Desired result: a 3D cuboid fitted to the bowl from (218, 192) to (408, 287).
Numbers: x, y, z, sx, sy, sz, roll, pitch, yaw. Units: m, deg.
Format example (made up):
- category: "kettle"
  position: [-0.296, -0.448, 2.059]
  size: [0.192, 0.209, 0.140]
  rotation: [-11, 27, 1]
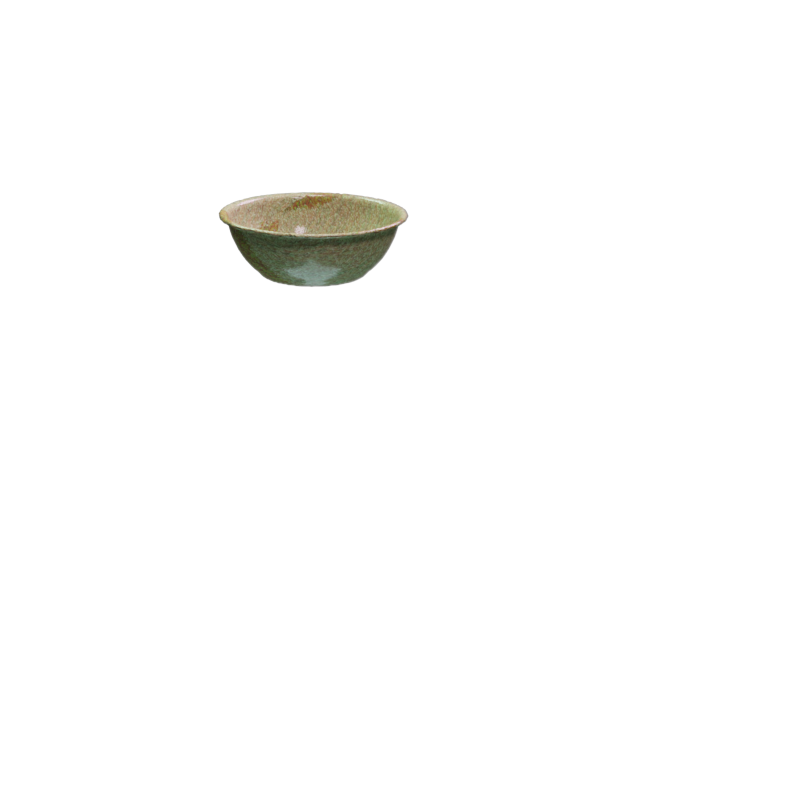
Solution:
- category: "bowl"
  position: [-0.075, -0.136, 0.952]
  size: [0.162, 0.053, 0.169]
  rotation: [-1, 21, -2]
